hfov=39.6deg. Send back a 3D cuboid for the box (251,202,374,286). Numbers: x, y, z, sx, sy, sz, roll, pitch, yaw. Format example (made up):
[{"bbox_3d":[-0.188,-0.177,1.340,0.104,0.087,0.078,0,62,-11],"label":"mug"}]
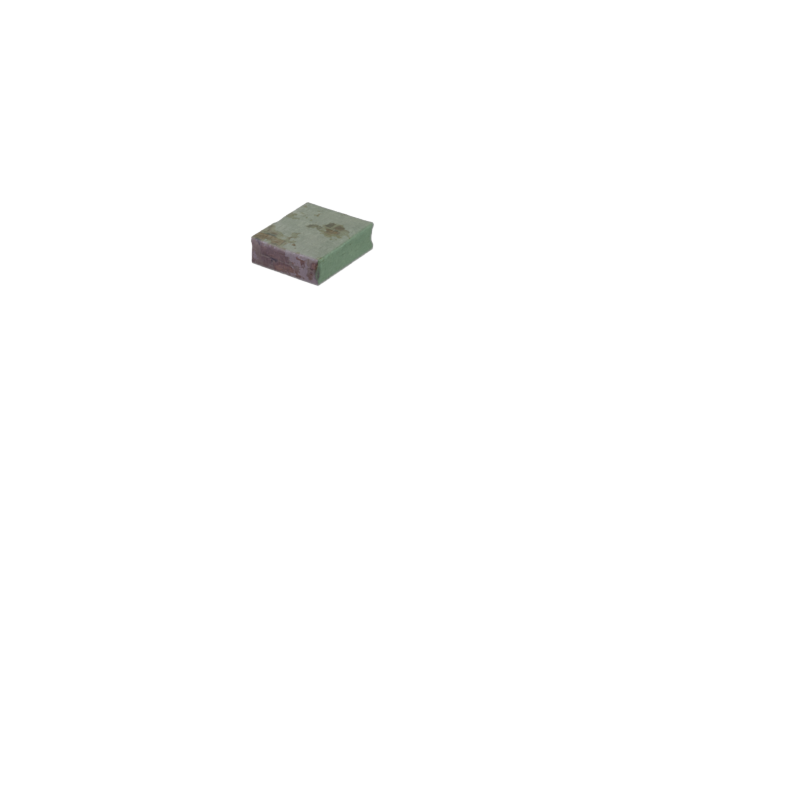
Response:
[{"bbox_3d":[-0.077,-0.140,0.978,0.077,0.028,0.090,20,39,27],"label":"box"}]
